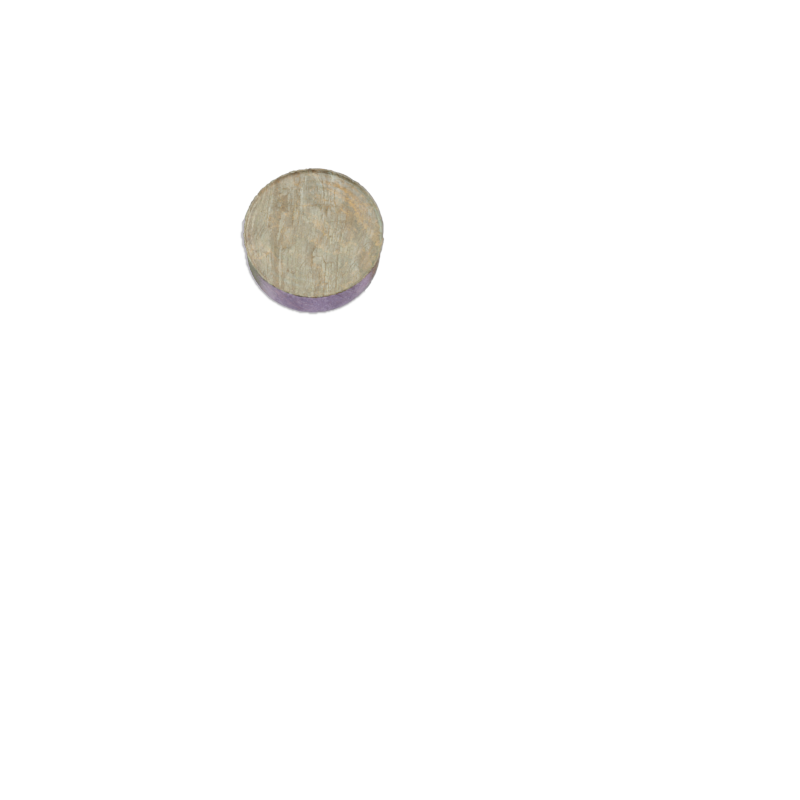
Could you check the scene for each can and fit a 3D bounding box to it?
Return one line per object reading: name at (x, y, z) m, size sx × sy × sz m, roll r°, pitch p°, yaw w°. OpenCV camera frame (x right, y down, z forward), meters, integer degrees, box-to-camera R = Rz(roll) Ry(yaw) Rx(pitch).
can at (-0.054, -0.098, 0.685) m, size 0.086 × 0.090 × 0.032 m, roll -1°, pitch -21°, yaw -1°
